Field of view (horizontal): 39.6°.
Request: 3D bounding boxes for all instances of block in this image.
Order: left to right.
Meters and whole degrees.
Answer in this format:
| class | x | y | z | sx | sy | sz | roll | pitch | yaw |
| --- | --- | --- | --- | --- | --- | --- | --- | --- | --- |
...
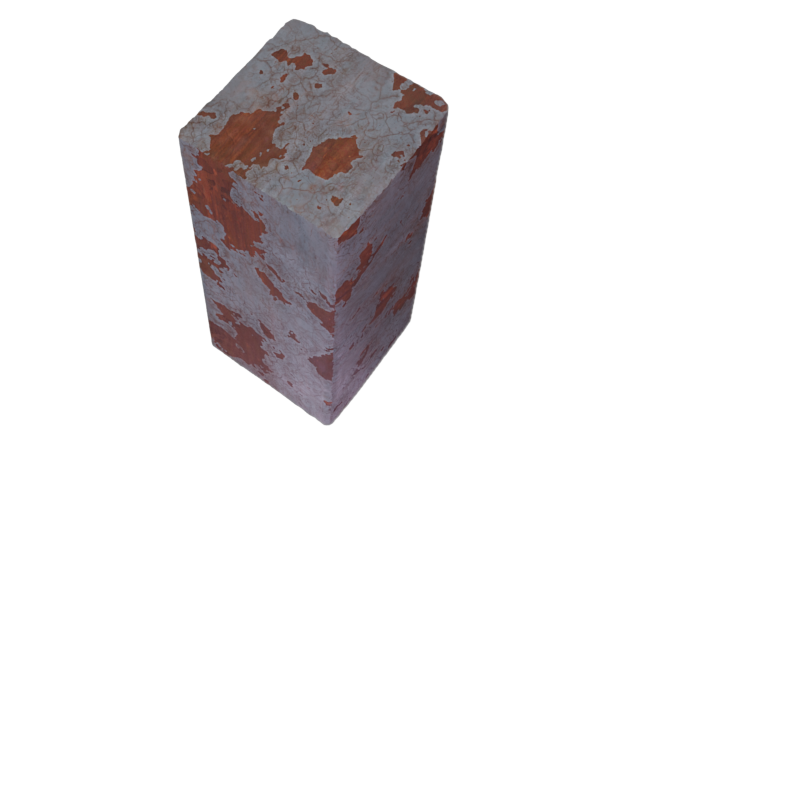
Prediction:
| class | x | y | z | sx | sy | sz | roll | pitch | yaw |
| --- | --- | --- | --- | --- | --- | --- | --- | --- | --- |
| block | -0.044 | -0.082 | 0.573 | 0.094 | 0.092 | 0.194 | 34 | -23 | 12 |
